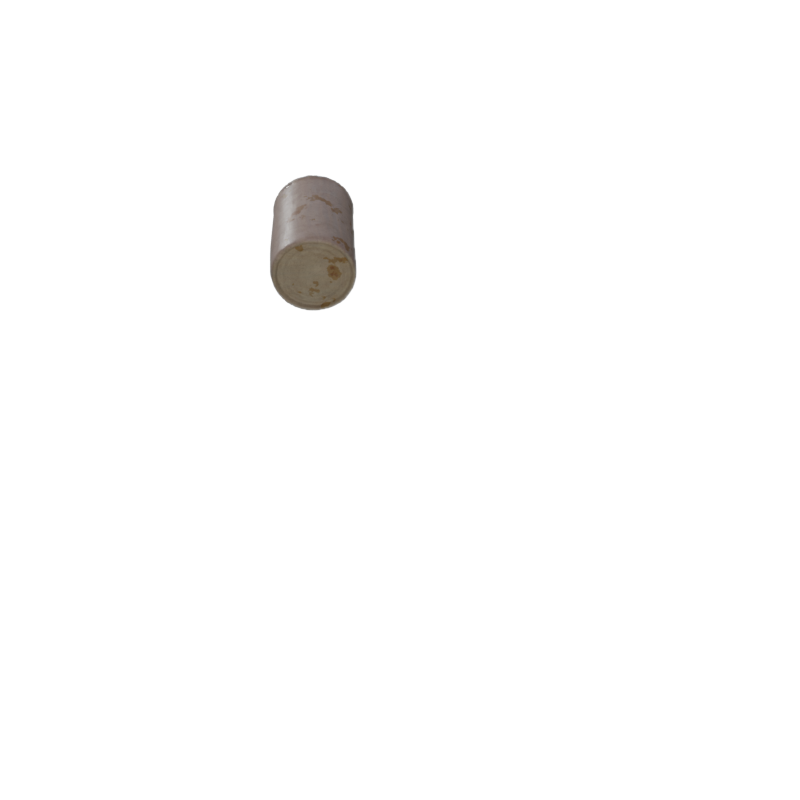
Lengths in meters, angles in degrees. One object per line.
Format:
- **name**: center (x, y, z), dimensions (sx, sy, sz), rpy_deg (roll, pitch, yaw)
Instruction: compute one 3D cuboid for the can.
- **can**: center (-0.070, -0.128, 0.894), dimensions (0.068, 0.064, 0.109), rpy_deg (-1, 36, -3)
